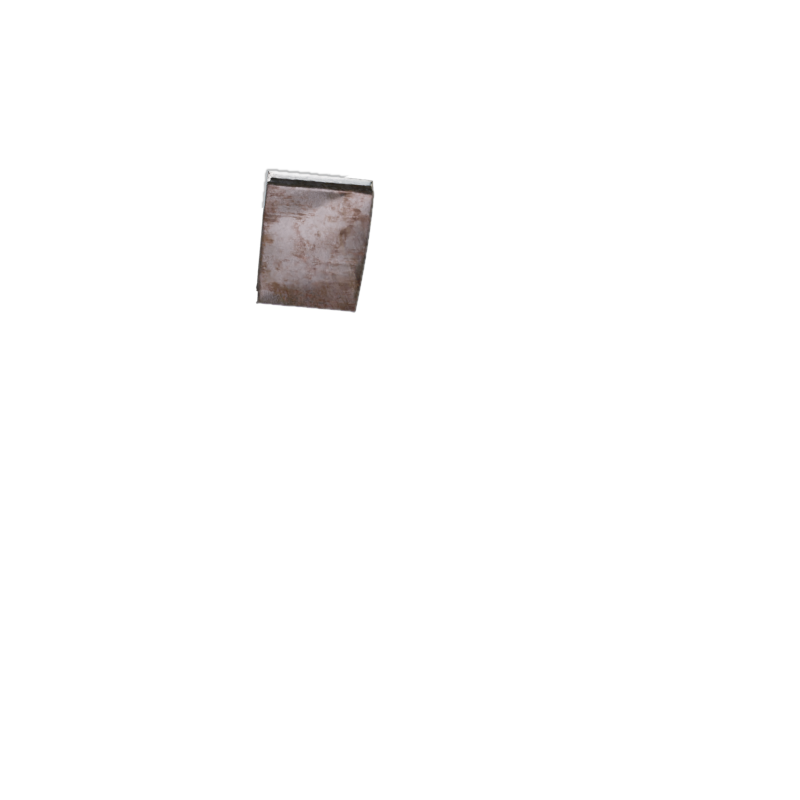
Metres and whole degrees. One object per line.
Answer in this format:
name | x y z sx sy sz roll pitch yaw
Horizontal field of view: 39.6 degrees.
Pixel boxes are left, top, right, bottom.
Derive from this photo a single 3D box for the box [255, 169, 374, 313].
box | -0.073 -0.133 0.930 0.089 0.108 0.041 7 22 -4
